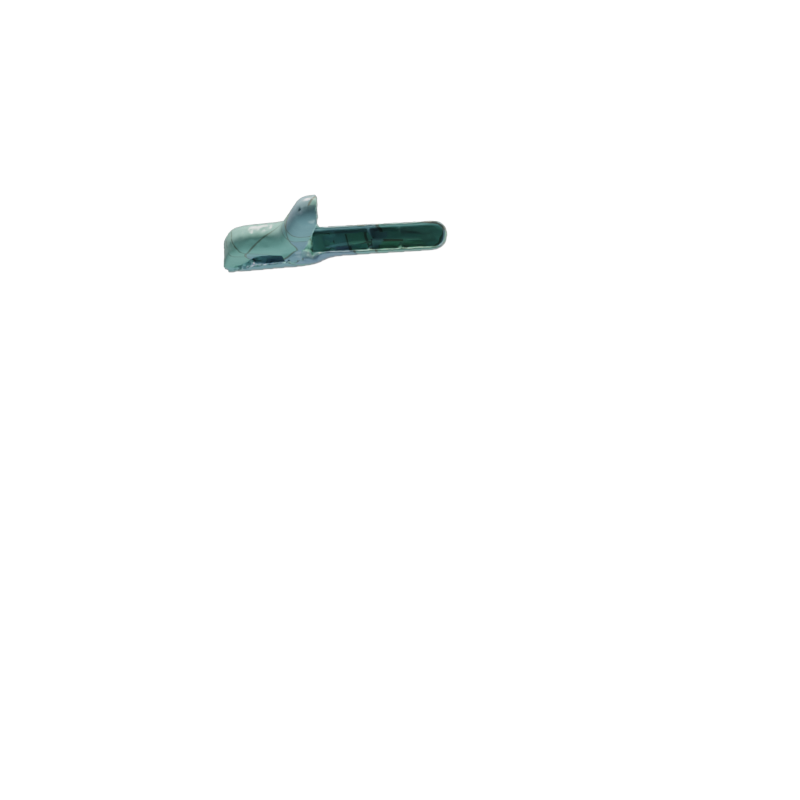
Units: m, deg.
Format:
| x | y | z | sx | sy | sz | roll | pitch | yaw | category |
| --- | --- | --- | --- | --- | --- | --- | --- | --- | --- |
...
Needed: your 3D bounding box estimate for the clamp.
| x | y | z | sx | sy | sz | roll | pitch | yaw | category |
| --- | --- | --- | --- | --- | --- | --- | --- | --- | --- |
| -0.076 | -0.138 | 0.968 | 0.157 | 0.037 | 0.215 | 4 | -6 | -39 | clamp |
